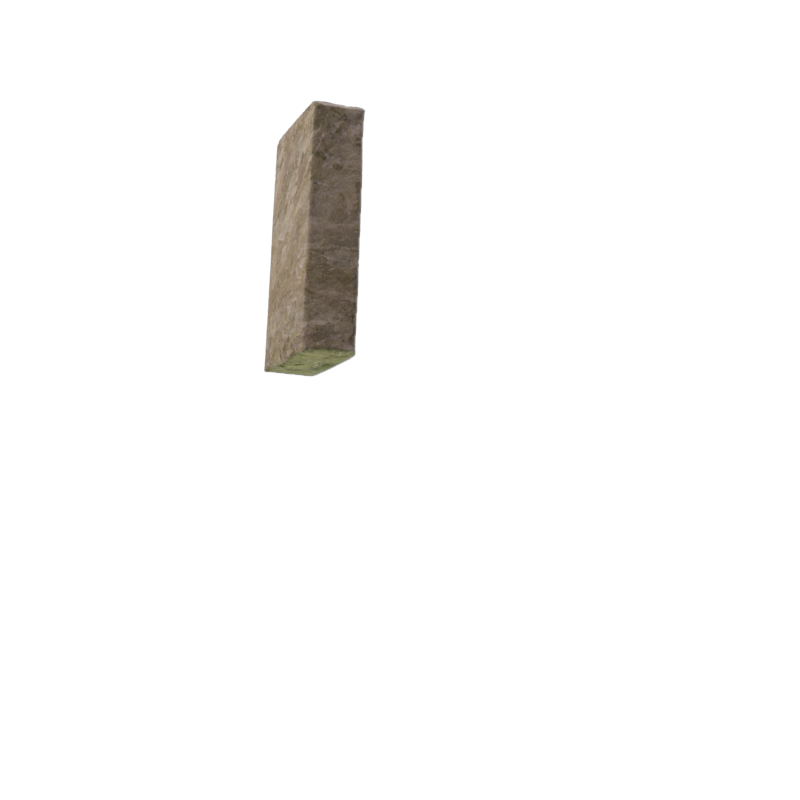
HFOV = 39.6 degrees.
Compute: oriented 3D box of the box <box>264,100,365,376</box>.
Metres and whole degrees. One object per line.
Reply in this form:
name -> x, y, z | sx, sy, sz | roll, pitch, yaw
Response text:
box -> -0.061, -0.111, 0.780 | 0.047, 0.183, 0.093 | 5, -15, -21
